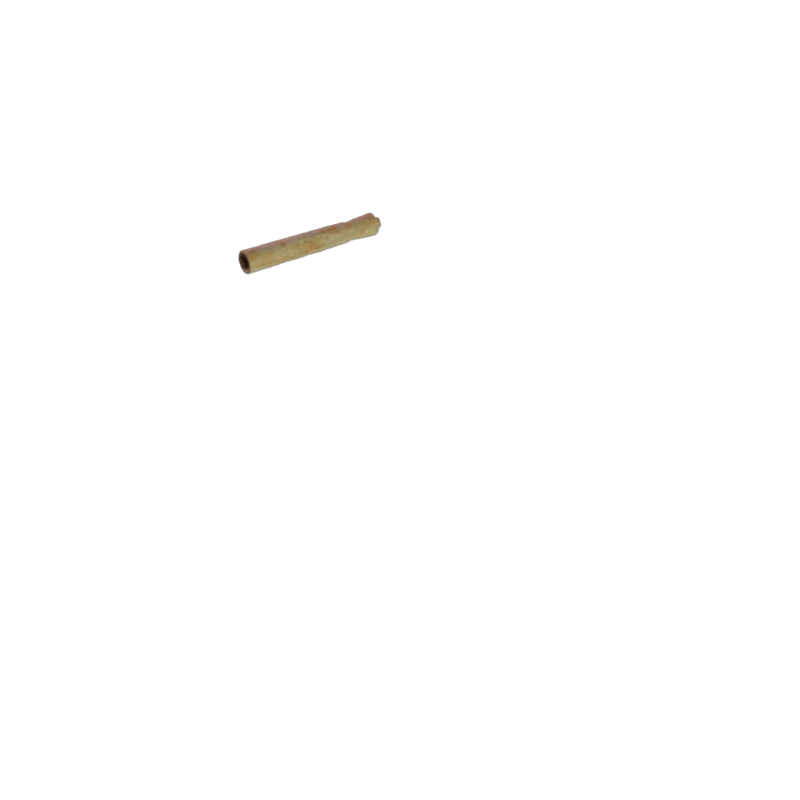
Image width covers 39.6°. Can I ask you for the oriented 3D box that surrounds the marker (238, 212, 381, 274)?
[{"bbox_3d":[-0.066,-0.121,0.846,0.119,0.019,0.020,-21,14,-28],"label":"marker"}]
